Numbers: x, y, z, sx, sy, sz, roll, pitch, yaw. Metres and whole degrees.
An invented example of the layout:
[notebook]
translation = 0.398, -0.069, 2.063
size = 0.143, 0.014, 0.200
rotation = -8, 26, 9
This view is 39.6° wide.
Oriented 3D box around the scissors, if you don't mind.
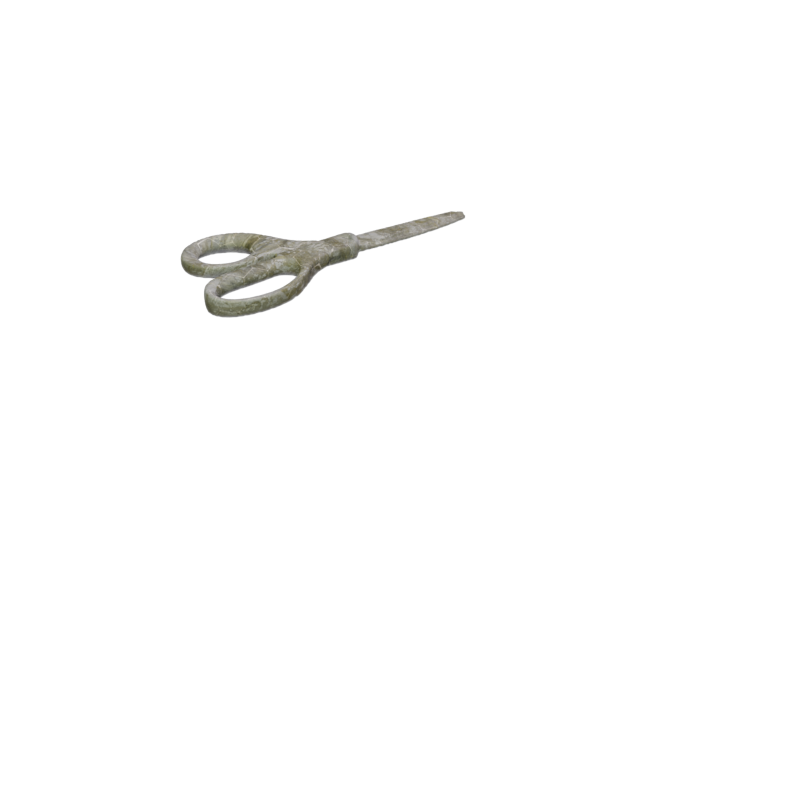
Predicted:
[scissors]
translation = -0.057, -0.103, 0.724
size = 0.102, 0.015, 0.202
rotation = 26, 41, 34
